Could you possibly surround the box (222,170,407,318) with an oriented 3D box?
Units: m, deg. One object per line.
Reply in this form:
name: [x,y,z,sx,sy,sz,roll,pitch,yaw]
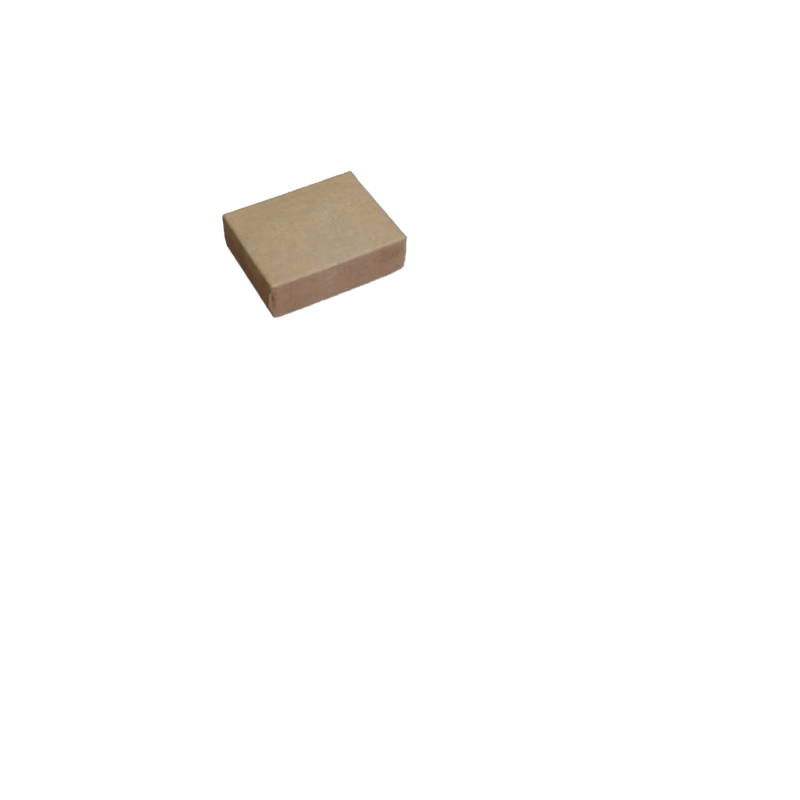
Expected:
box: [-0.065,-0.118,0.830,0.112,0.036,0.097,-21,50,-19]
